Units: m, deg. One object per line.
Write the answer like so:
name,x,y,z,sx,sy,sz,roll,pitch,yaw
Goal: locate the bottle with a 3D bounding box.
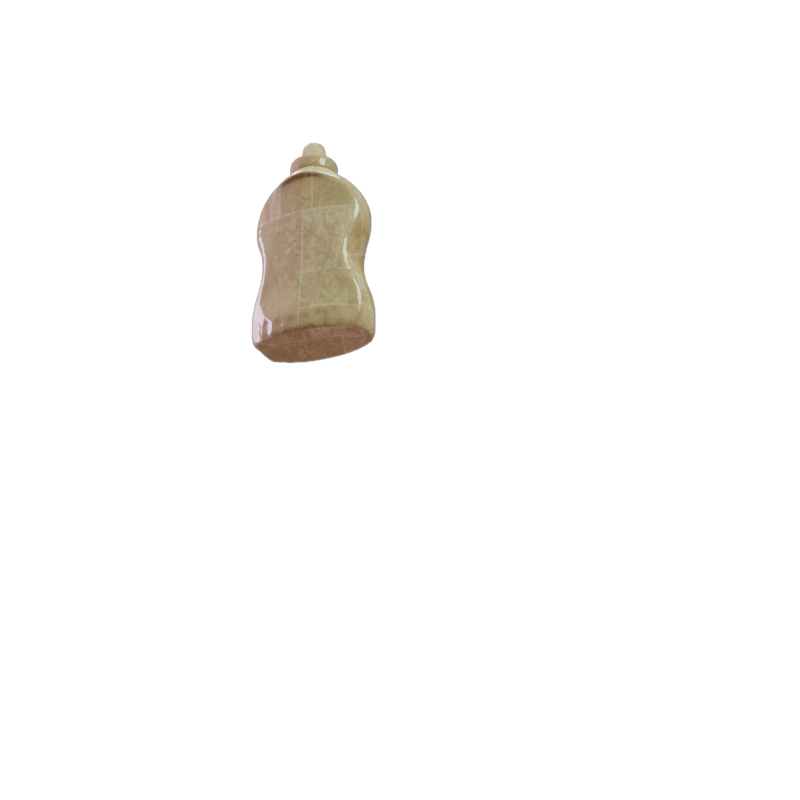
bottle,-0.071,-0.129,0.906,0.097,0.204,0.054,-14,-31,21
